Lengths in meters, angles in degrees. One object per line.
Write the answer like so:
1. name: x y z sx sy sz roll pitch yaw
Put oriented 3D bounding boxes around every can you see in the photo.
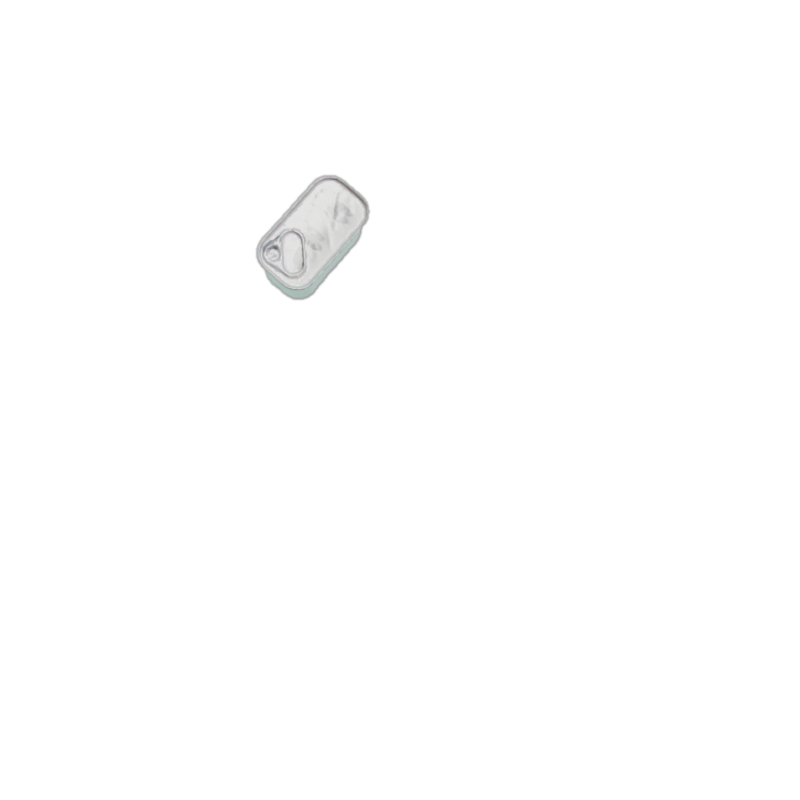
1. can: -0.077 -0.139 0.978 0.058 0.103 0.082 40 -7 2
